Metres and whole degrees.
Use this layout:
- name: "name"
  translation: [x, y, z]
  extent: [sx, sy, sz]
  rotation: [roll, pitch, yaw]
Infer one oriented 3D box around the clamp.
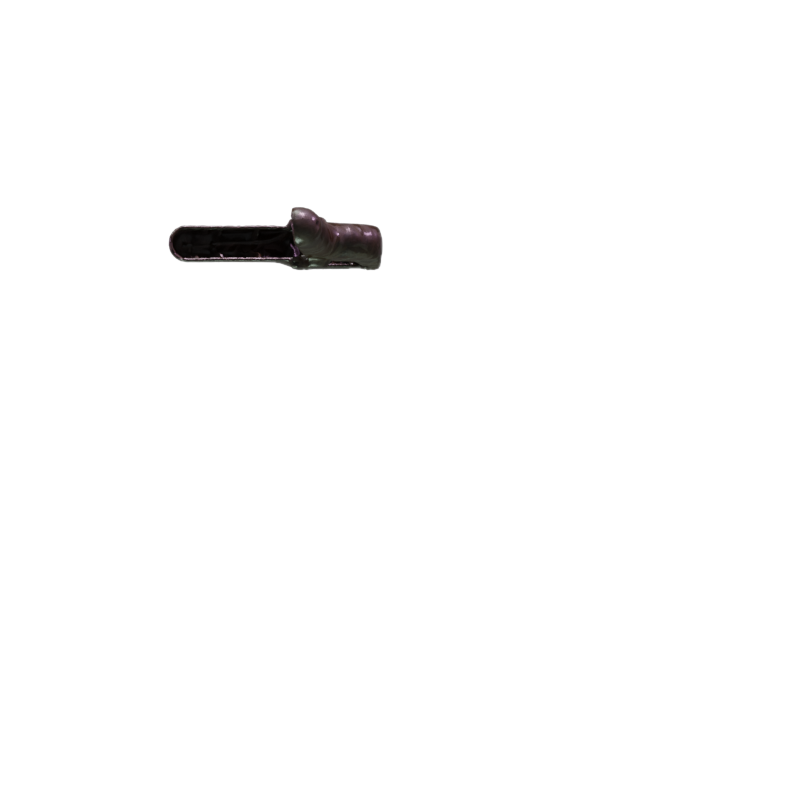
- name: "clamp"
  translation: [-0.060, -0.110, 0.770]
  extent: [0.125, 0.039, 0.165]
  rotation: [6, 8, 44]
